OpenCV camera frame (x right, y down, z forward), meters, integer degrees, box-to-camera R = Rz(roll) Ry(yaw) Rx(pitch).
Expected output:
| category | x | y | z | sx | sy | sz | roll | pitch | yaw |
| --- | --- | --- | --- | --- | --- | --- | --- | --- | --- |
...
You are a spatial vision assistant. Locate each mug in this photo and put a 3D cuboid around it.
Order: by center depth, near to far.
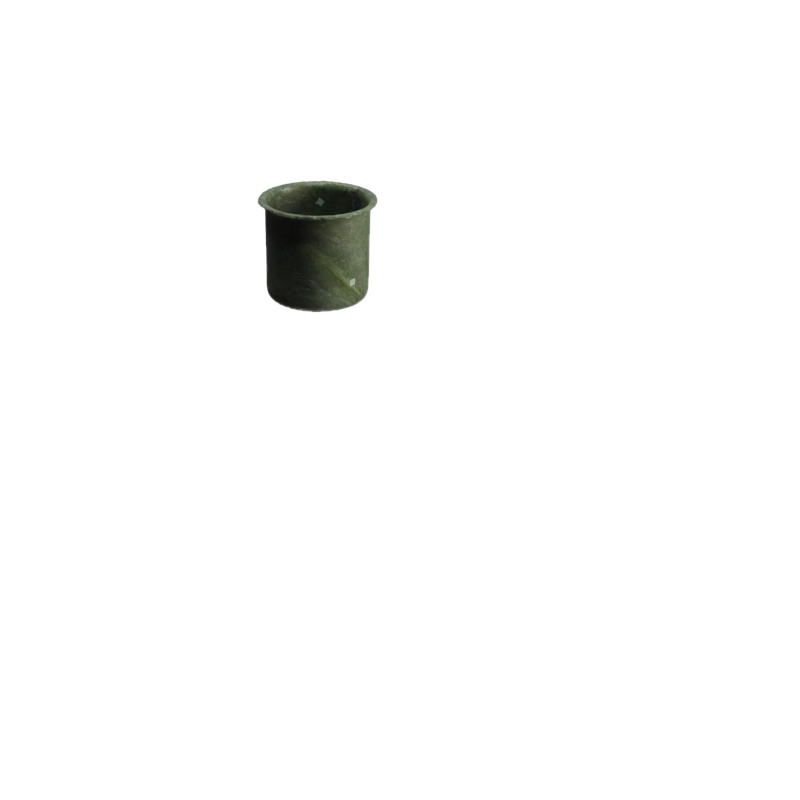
| category | x | y | z | sx | sy | sz | roll | pitch | yaw |
| --- | --- | --- | --- | --- | --- | --- | --- | --- | --- |
| mug | -0.069 | -0.126 | 0.884 | 0.092 | 0.077 | 0.125 | -8 | 27 | -18 |
